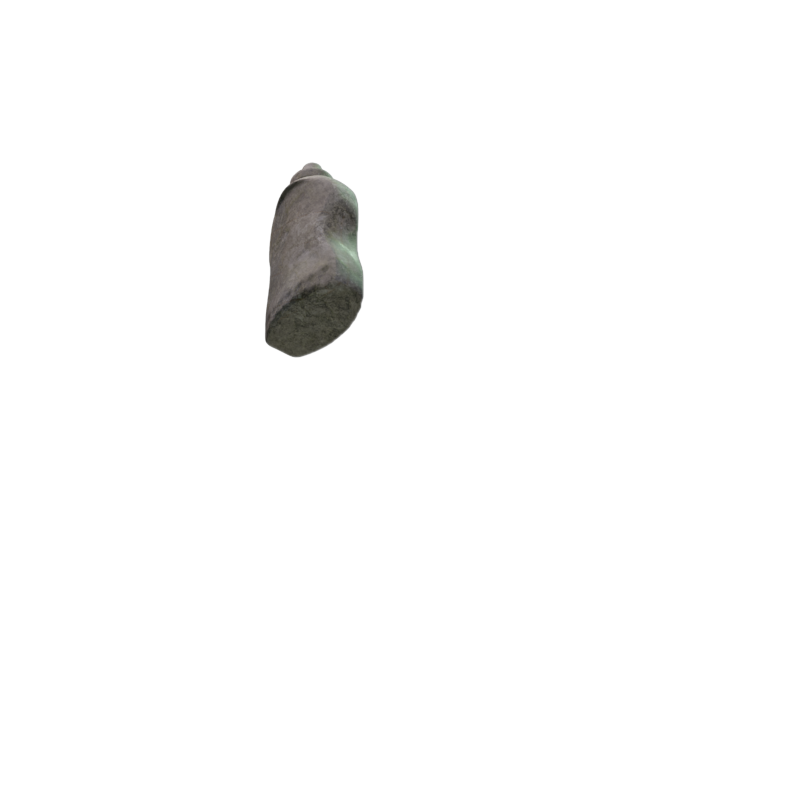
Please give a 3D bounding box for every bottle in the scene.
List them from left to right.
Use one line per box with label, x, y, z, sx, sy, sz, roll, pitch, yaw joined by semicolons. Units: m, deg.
bottle;-0.075;-0.136;0.948;0.055;0.206;0.094;26;-50;-29
